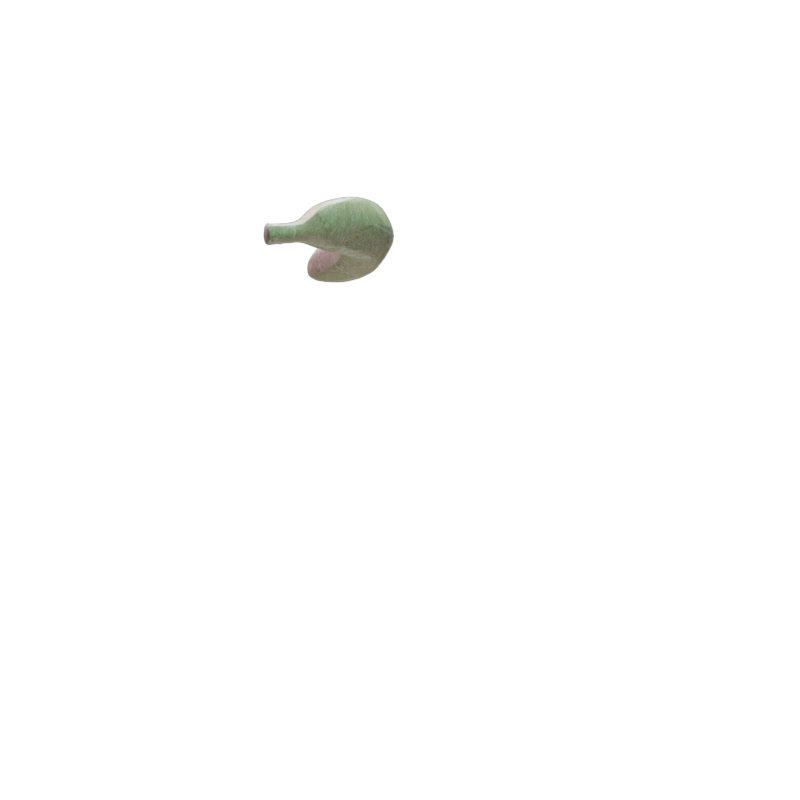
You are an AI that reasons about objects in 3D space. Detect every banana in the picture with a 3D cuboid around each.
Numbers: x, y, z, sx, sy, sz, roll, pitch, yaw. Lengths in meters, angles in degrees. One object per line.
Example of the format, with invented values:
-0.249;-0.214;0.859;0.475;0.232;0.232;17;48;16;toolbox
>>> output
-0.038;-0.103;0.713;0.070;0.037;0.193;0;-2;4;banana
